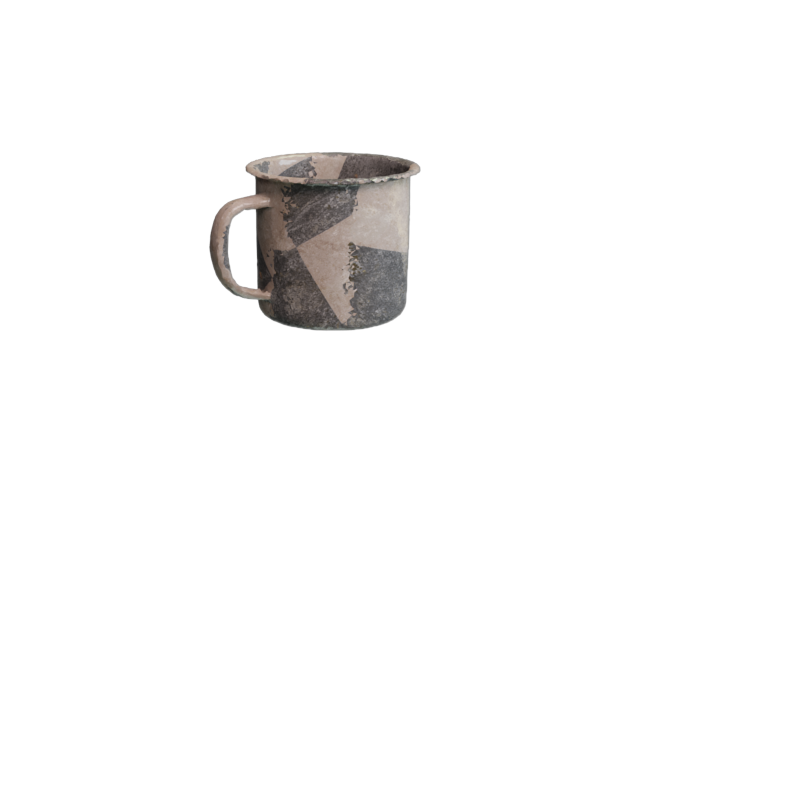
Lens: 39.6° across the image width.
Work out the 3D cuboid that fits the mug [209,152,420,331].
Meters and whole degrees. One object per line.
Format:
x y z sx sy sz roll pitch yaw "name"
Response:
-0.046 -0.084 0.592 0.114 0.079 0.099 -11 21 -32 "mug"
